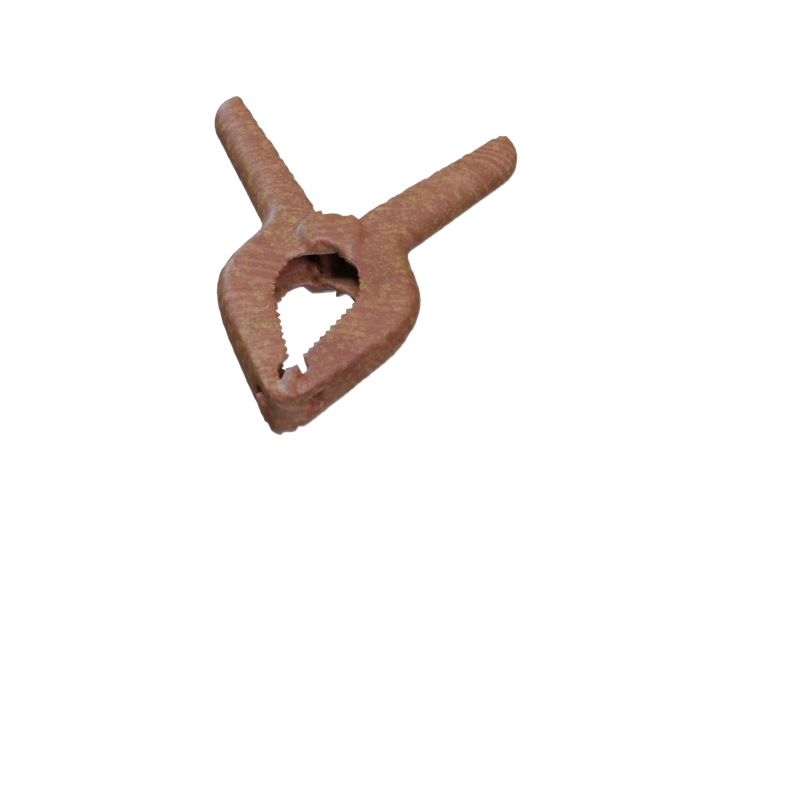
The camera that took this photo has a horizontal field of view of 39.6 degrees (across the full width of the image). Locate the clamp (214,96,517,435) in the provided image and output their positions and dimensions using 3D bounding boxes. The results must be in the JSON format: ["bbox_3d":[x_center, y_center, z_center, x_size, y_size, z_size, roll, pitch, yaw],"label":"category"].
[{"bbox_3d":[-0.043,-0.078,0.544,0.168,0.220,0.034,13,-41,11],"label":"clamp"}]
